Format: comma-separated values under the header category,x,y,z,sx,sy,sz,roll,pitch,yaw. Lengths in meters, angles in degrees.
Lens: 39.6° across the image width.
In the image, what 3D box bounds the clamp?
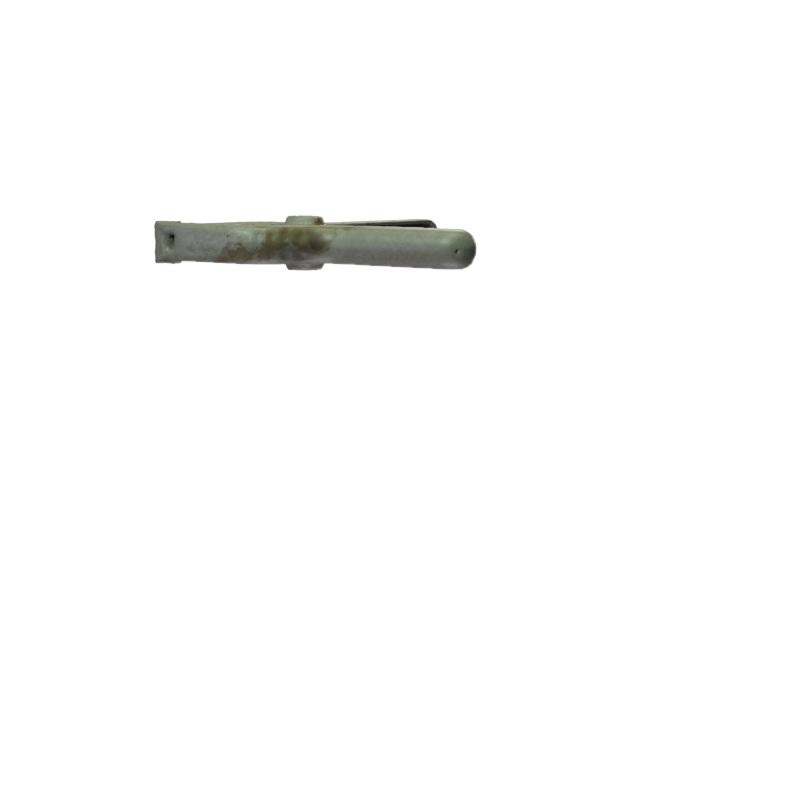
category,x,y,z,sx,sy,sz,roll,pitch,yaw
clamp,-0.059,-0.108,0.755,0.211,0.036,0.166,1,10,3
